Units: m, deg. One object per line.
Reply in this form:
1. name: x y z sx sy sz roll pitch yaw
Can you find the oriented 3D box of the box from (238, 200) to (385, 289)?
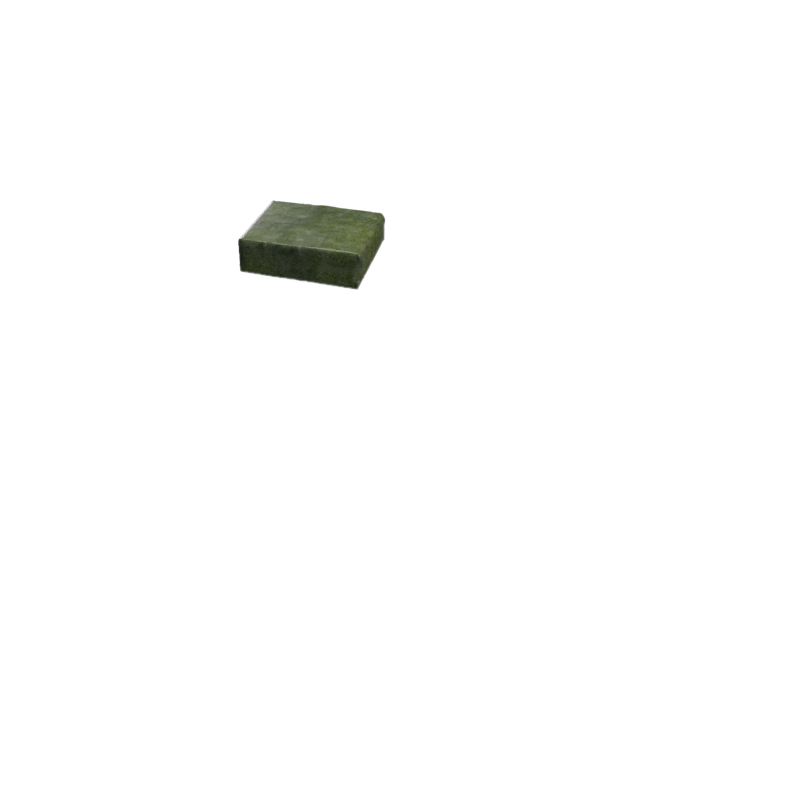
1. box: -0.062 -0.113 0.793 0.091 0.028 0.076 8 32 13
